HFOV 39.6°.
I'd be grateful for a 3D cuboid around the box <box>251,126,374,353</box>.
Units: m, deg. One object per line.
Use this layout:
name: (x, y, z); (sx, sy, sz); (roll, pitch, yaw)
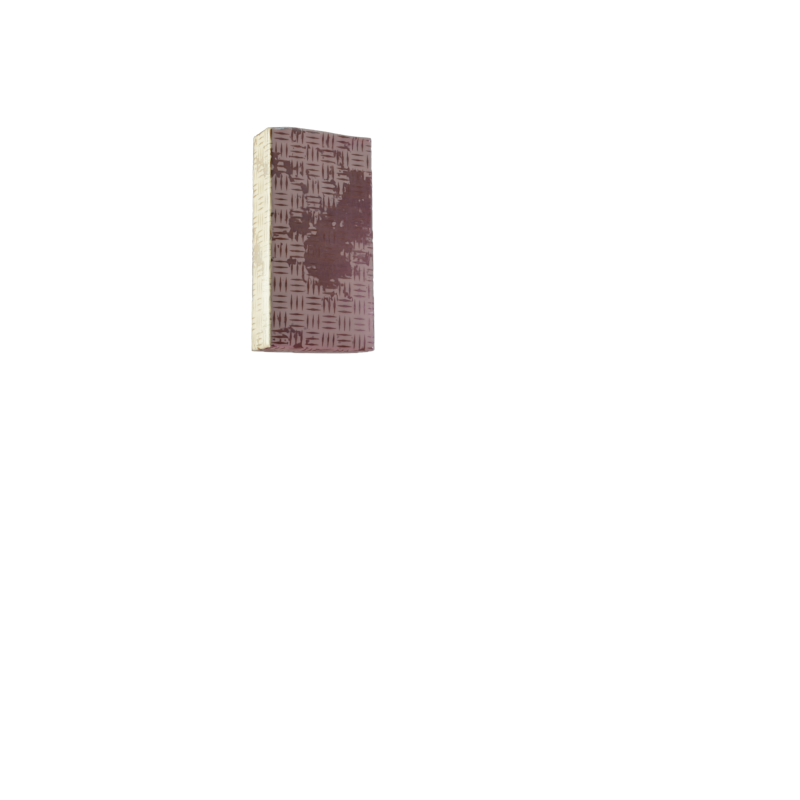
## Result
box: (-0.069, -0.126, 0.885); (0.090, 0.180, 0.049); (3, -10, -25)
